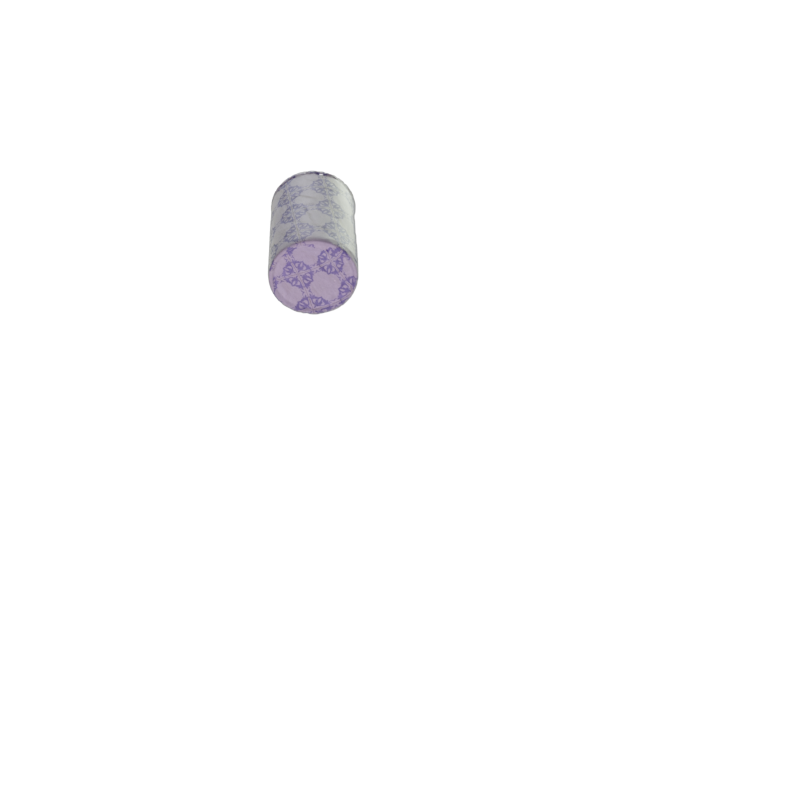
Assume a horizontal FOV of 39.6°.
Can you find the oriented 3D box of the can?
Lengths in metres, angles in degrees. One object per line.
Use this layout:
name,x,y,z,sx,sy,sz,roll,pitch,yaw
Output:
can,-0.066,-0.121,0.846,0.068,0.064,0.109,-1,37,-3
